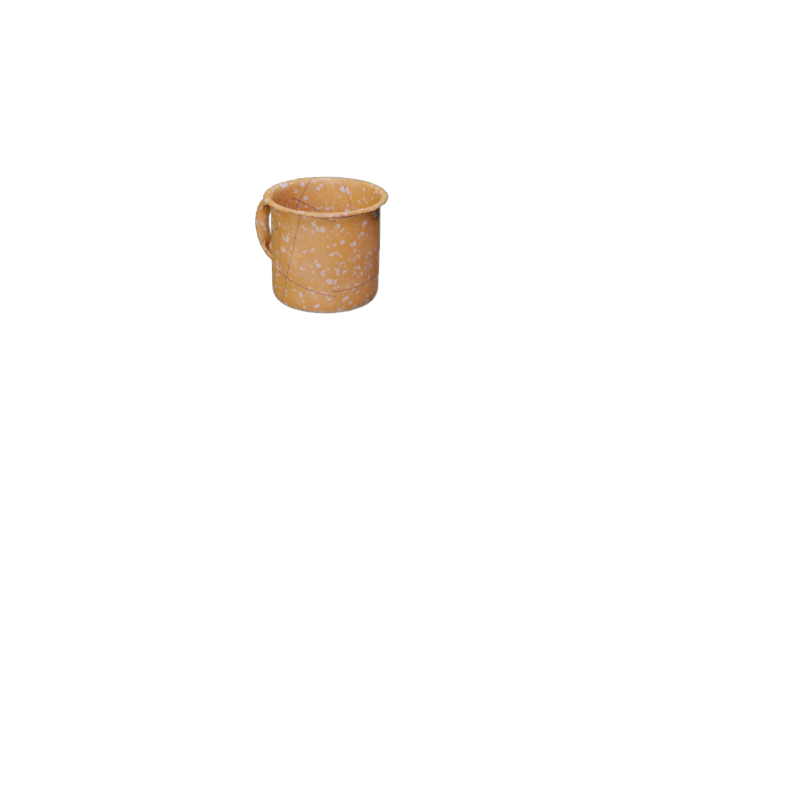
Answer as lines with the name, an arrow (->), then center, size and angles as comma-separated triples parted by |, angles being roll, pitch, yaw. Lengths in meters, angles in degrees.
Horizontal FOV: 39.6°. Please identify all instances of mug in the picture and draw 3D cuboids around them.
mug -> -0.066, -0.120, 0.844 | 0.124, 0.078, 0.093 | 19, 30, 34
